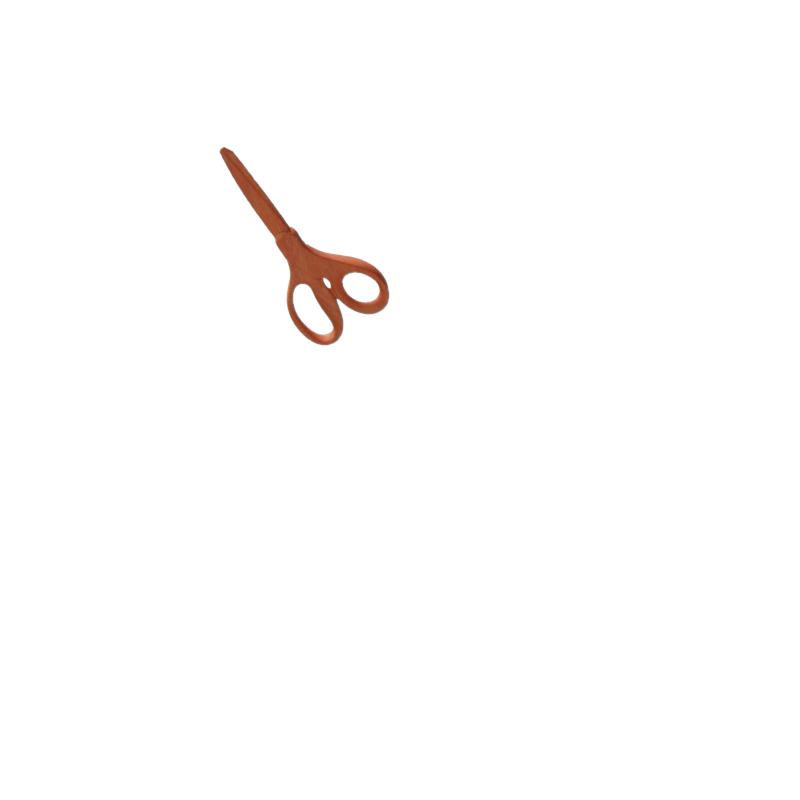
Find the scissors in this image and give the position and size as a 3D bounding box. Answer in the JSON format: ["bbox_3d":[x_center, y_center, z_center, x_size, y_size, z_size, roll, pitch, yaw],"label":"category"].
[{"bbox_3d":[-0.071,-0.129,0.902,0.097,0.188,0.017,-12,33,8],"label":"scissors"}]
